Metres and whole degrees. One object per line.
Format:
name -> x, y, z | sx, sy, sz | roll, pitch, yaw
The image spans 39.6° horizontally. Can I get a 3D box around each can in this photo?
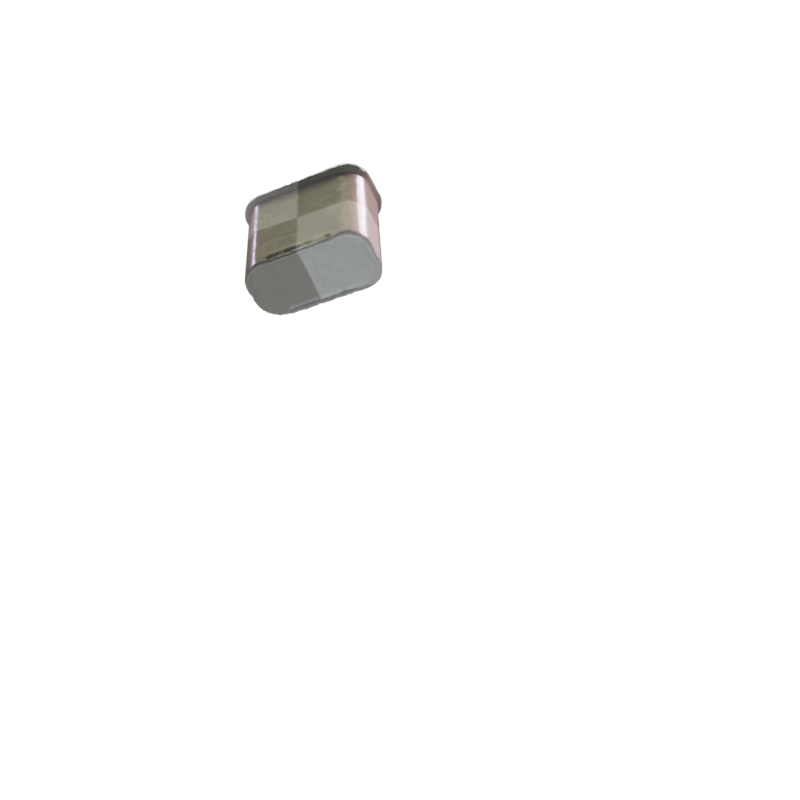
can -> -0.063, -0.115, 0.809 | 0.102, 0.090, 0.053 | -19, -50, 14
